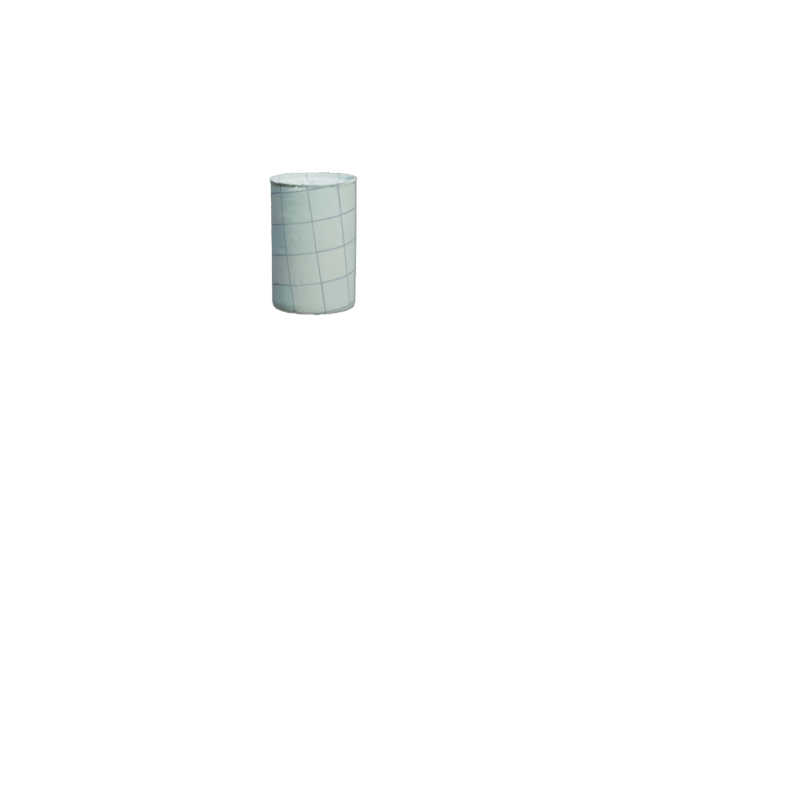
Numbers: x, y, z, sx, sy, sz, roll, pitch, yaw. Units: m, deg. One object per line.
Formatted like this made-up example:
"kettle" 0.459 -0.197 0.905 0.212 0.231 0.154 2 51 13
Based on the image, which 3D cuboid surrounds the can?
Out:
"can" -0.068 -0.124 0.866 0.068 0.099 0.071 0 13 -2
